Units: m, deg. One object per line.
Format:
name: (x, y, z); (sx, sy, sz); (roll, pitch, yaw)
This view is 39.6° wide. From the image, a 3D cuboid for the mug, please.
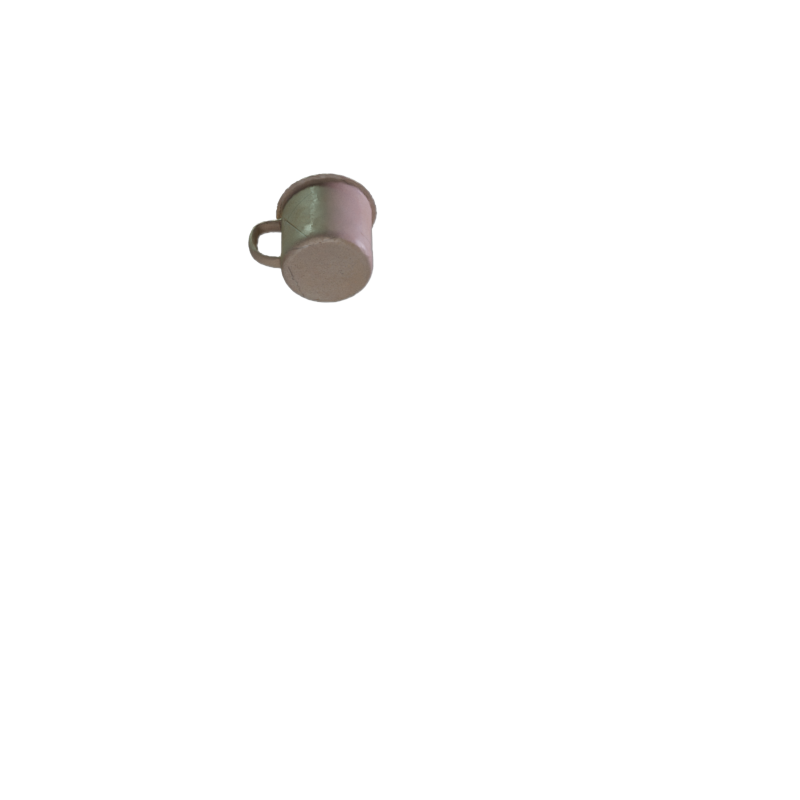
mug: (-0.078, -0.142, 0.993); (0.117, 0.087, 0.087); (0, -45, -1)
